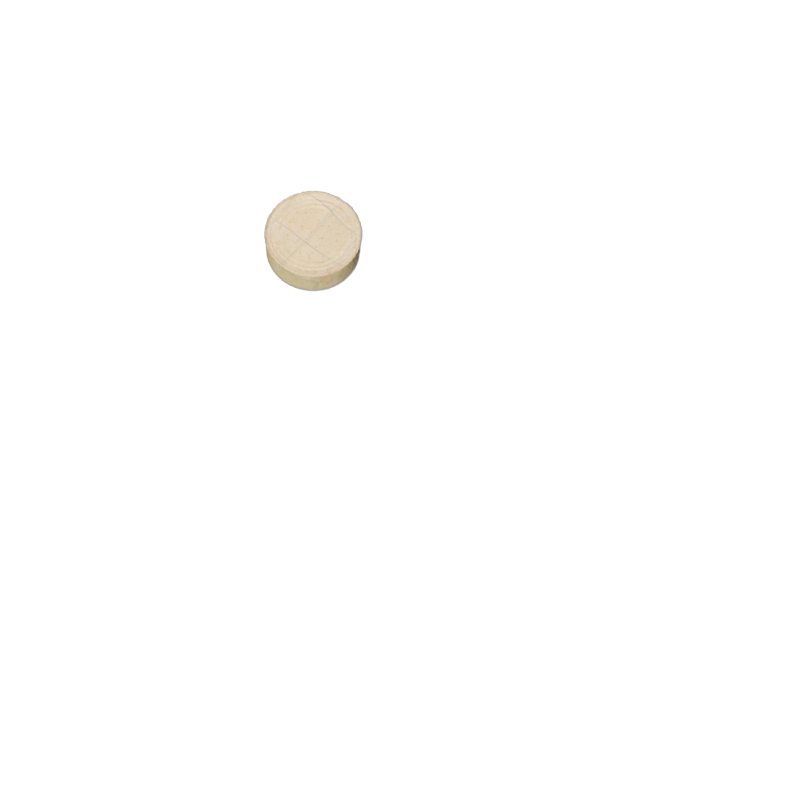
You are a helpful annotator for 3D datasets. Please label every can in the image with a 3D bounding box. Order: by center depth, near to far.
[{"bbox_3d":[-0.077,-0.140,0.980,0.086,0.091,0.032,-1,-27,-1],"label":"can"}]
